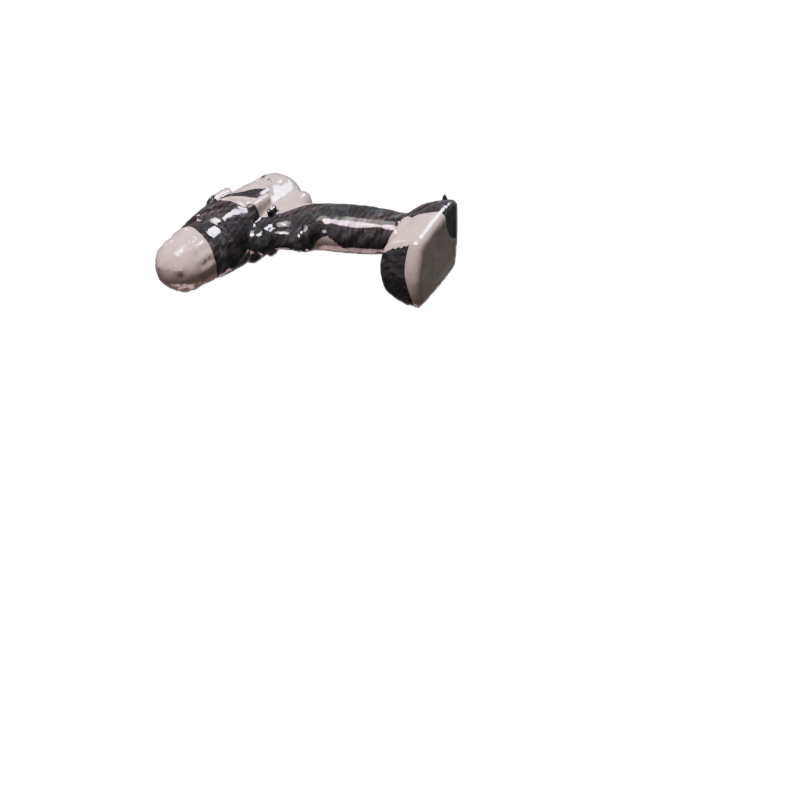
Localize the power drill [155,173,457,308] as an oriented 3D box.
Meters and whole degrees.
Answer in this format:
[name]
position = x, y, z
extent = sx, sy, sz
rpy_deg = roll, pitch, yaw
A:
[power drill]
position = -0.063, -0.115, 0.807
extent = 0.194, 0.054, 0.189
rpy_deg = 11, 31, 19
